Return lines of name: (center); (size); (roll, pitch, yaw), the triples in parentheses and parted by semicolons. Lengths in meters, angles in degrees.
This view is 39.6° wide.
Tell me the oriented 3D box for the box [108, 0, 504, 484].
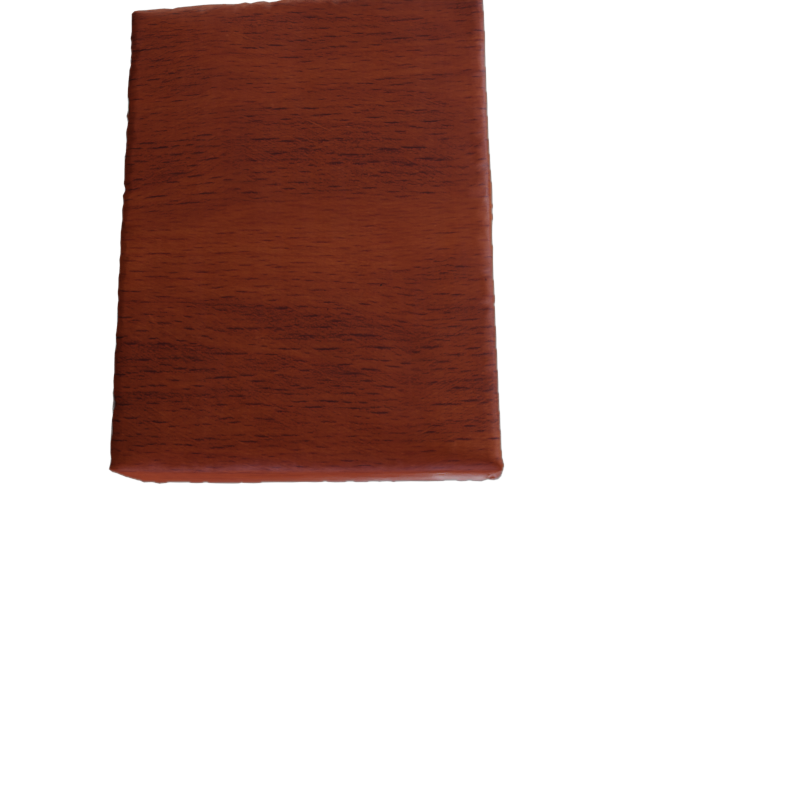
box: (-0.040, -0.072, 0.505); (0.165, 0.222, 0.069); (-2, -15, 6)
